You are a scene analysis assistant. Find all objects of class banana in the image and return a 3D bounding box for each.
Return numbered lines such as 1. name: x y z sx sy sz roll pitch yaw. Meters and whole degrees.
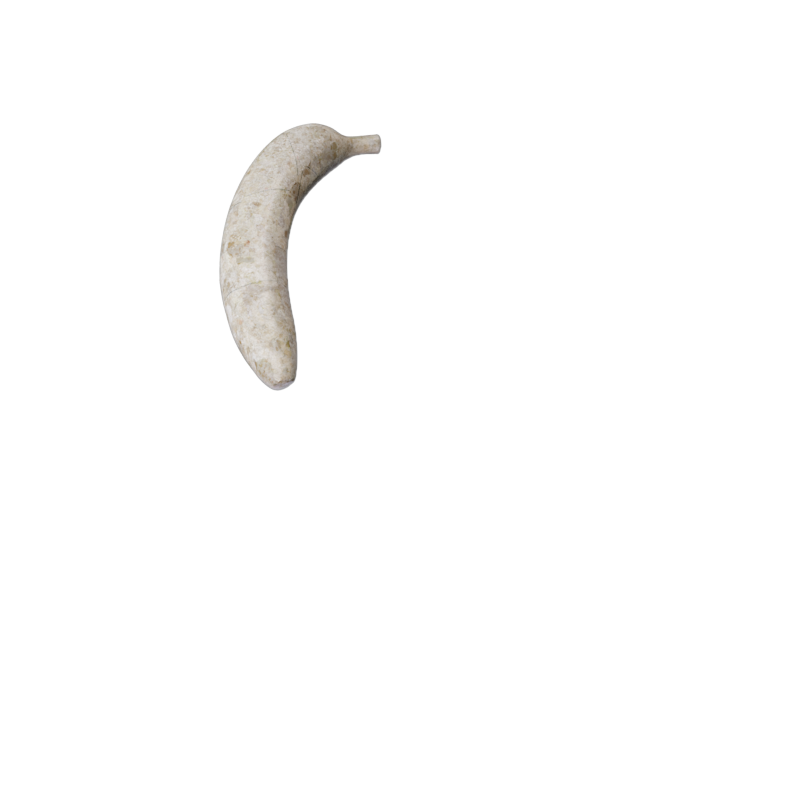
1. banana: -0.066 -0.096 0.626 0.071 0.208 0.034 11 -36 8
